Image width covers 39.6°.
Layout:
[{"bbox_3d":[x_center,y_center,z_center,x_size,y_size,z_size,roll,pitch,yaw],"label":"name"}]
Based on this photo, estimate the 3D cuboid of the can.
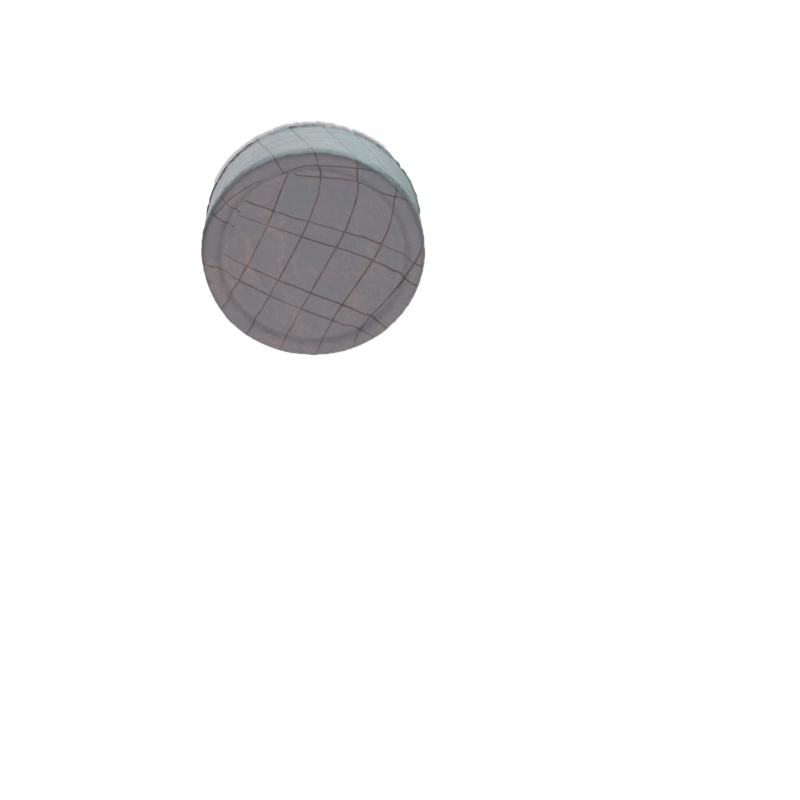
[{"bbox_3d":[-0.034,-0.061,0.428,0.086,0.081,0.035,1,25,-1],"label":"can"}]
